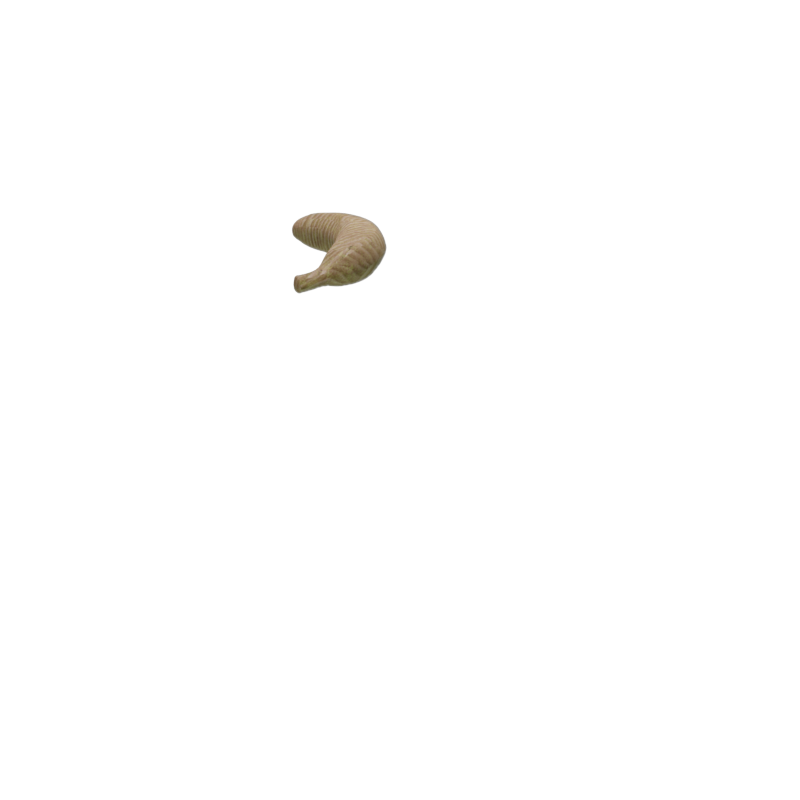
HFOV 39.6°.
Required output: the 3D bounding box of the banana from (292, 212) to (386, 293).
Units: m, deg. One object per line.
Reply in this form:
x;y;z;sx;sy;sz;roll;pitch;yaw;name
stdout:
-0.047;-0.119;0.839;0.069;0.036;0.205;-1;17;-5;banana
